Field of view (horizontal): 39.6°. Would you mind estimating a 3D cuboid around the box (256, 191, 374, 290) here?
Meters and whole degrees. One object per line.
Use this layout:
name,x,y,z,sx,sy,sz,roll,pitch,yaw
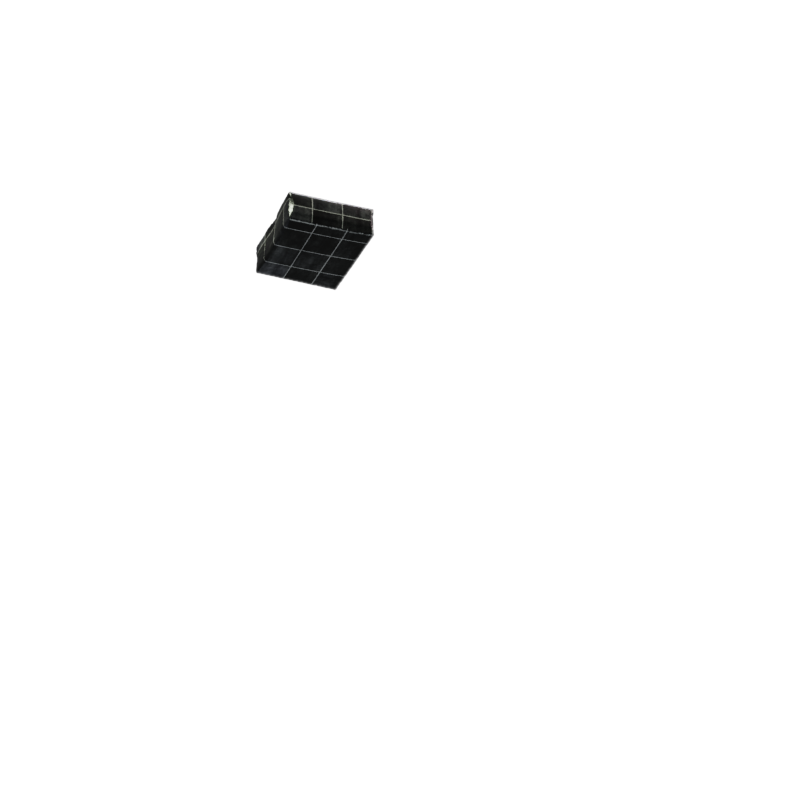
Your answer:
box,-0.071,-0.130,0.912,0.071,0.032,0.086,11,-31,-20
